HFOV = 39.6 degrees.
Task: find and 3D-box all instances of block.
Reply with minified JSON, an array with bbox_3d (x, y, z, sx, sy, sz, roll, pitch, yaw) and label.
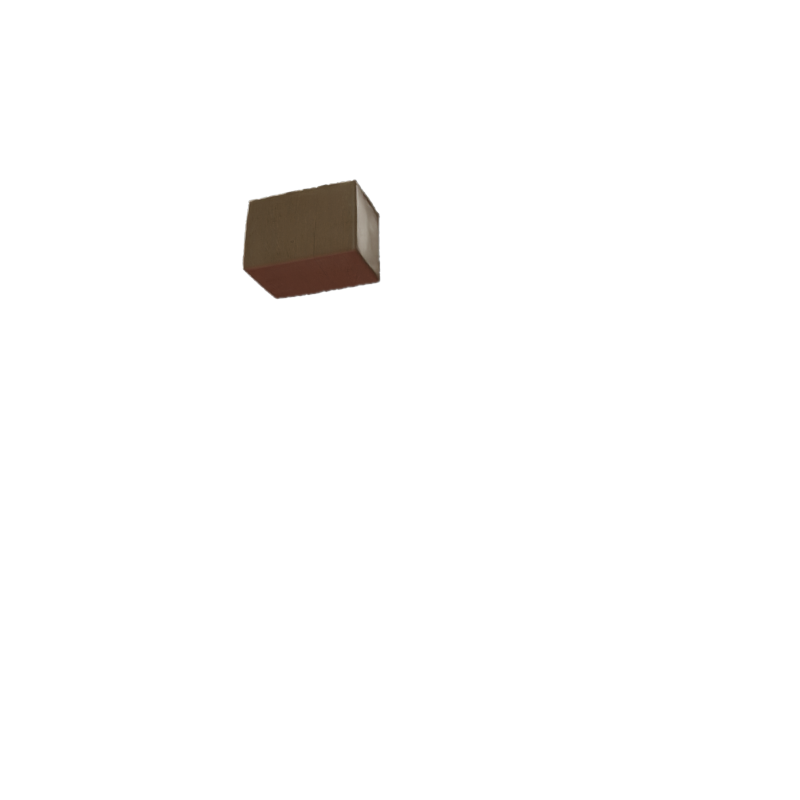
[{"bbox_3d":[-0.057,-0.104,0.725,0.079,0.054,0.049,-8,-25,17],"label":"block"}]
